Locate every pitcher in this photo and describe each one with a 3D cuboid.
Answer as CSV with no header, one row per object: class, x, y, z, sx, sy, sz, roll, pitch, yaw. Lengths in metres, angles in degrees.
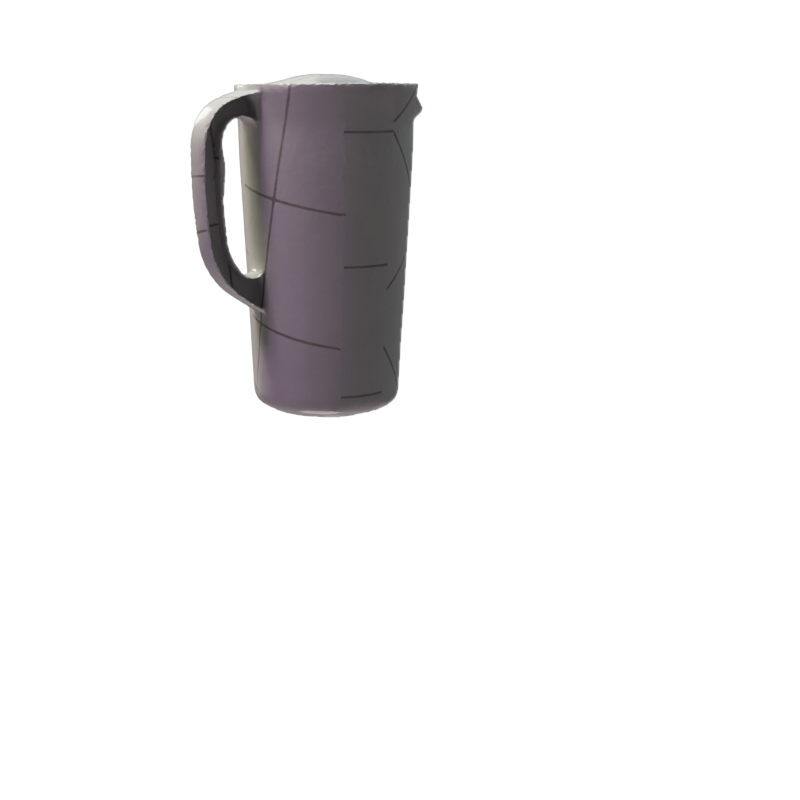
pitcher,-0.063,-0.116,0.811,0.151,0.238,0.146,2,9,8
